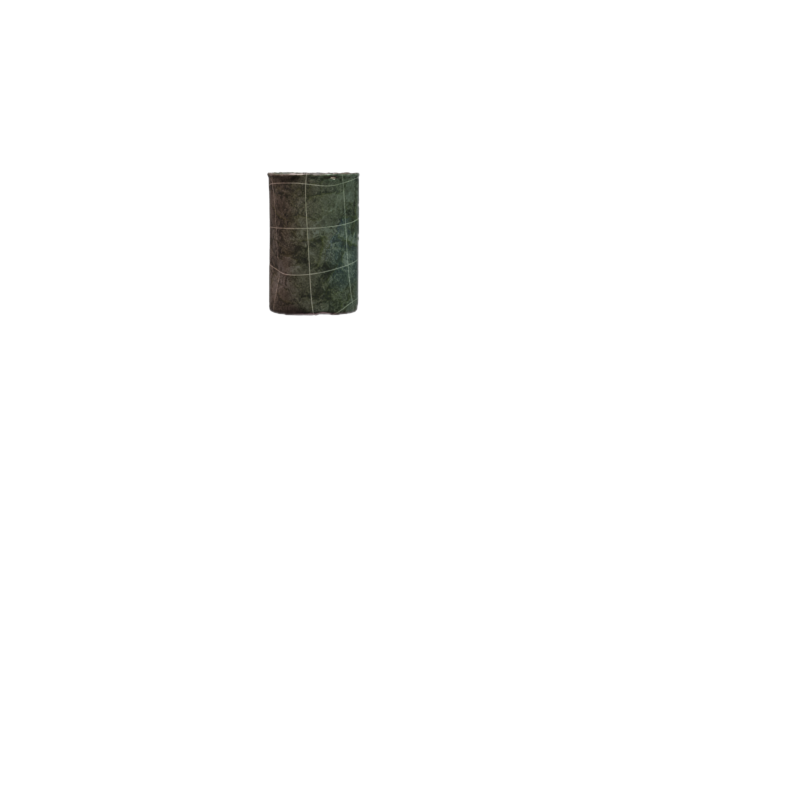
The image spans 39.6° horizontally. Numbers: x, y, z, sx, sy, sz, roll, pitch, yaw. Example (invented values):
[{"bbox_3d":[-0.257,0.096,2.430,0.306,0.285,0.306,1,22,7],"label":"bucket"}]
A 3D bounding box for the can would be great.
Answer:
[{"bbox_3d":[-0.064,-0.116,0.816,0.068,0.101,0.070,0,6,-2],"label":"can"}]
